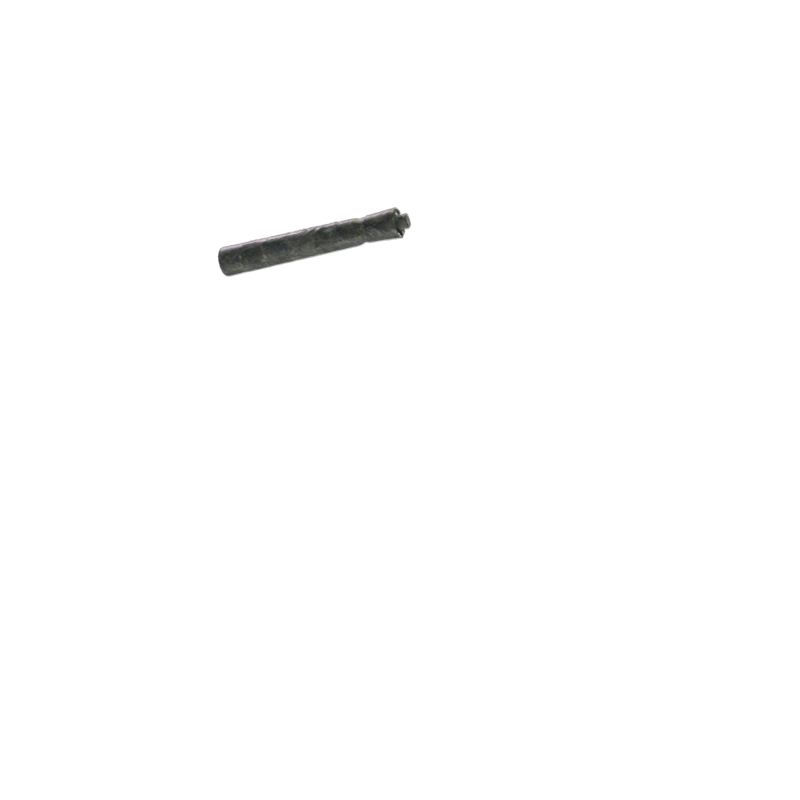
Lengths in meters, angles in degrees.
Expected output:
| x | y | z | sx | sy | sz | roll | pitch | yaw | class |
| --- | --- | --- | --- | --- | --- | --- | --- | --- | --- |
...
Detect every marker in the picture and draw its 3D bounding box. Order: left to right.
| x | y | z | sx | sy | sz | roll | pitch | yaw | class |
| --- | --- | --- | --- | --- | --- | --- | --- | --- | --- |
| -0.052 | -0.095 | 0.664 | 0.123 | 0.020 | 0.019 | -10 | 1 | 21 | marker |
